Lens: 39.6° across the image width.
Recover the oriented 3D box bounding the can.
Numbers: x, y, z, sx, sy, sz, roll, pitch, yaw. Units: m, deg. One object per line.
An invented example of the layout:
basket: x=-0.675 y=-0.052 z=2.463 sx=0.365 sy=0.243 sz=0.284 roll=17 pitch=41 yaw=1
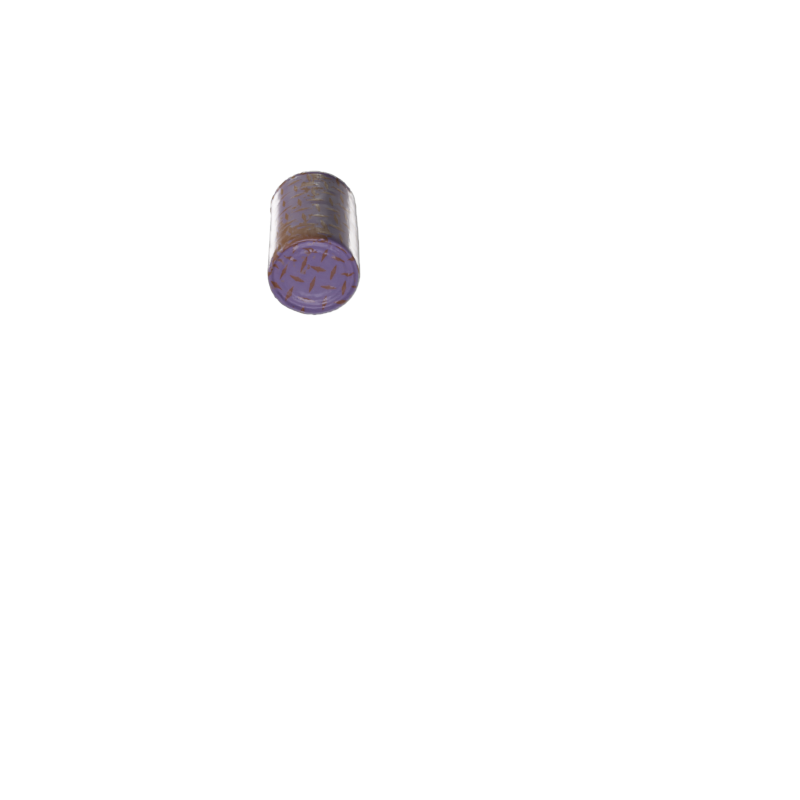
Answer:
can: x=-0.065 y=-0.118 z=0.829 sx=0.068 sy=0.064 sz=0.109 roll=-1 pitch=35 yaw=-3
